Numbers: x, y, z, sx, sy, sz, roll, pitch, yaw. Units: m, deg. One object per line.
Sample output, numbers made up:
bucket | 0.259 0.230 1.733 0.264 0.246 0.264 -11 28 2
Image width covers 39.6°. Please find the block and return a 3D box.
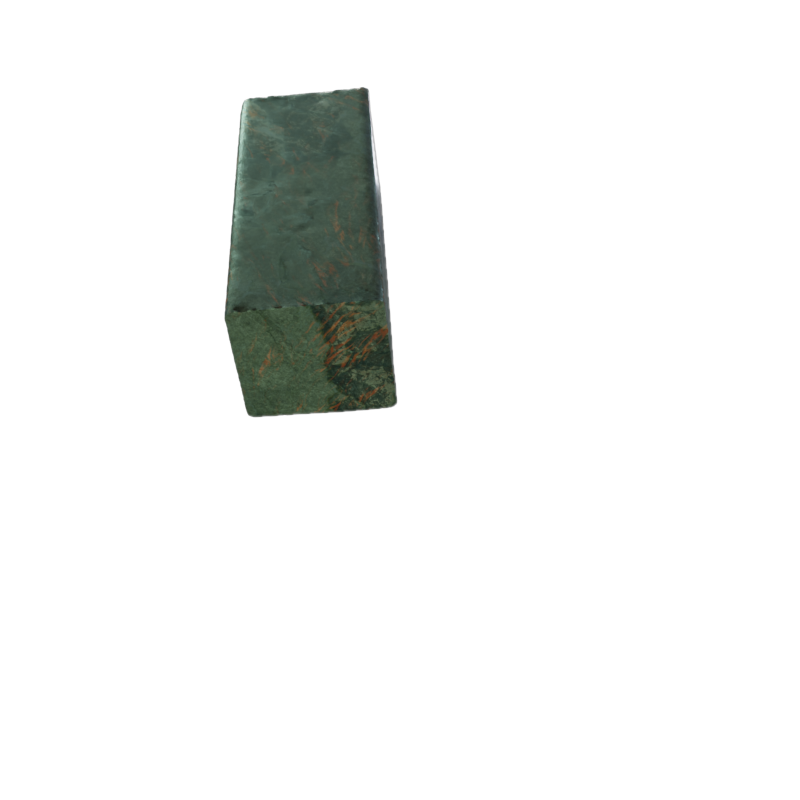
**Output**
block | -0.055 -0.099 0.698 0.090 0.221 0.084 -6 -44 2
